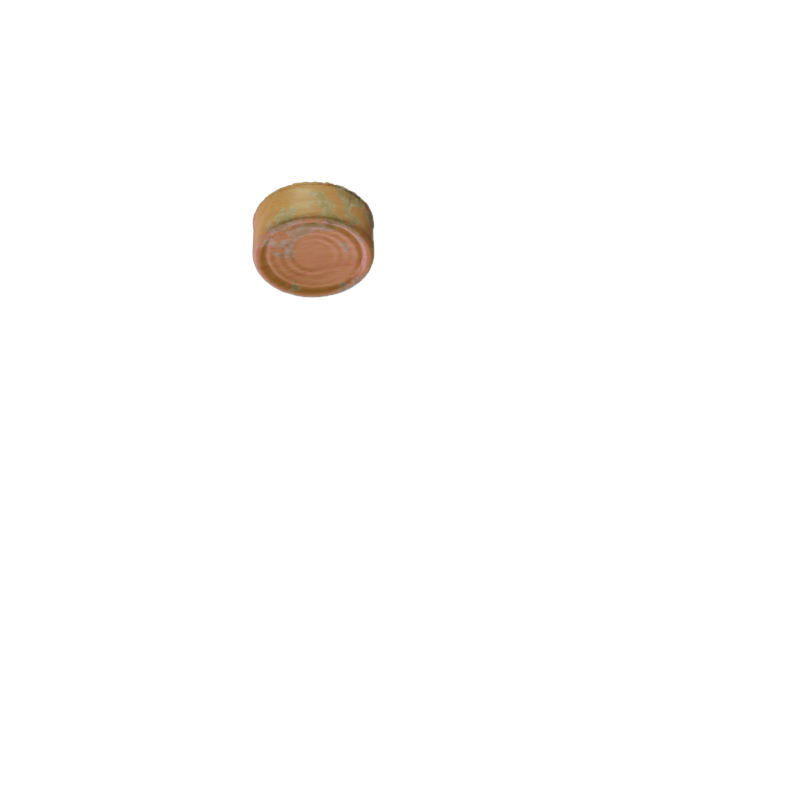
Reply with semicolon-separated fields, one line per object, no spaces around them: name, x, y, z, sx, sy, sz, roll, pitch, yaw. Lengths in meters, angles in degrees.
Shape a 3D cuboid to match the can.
can;-0.060;-0.110;0.771;0.086;0.036;0.080;1;-39;-2
